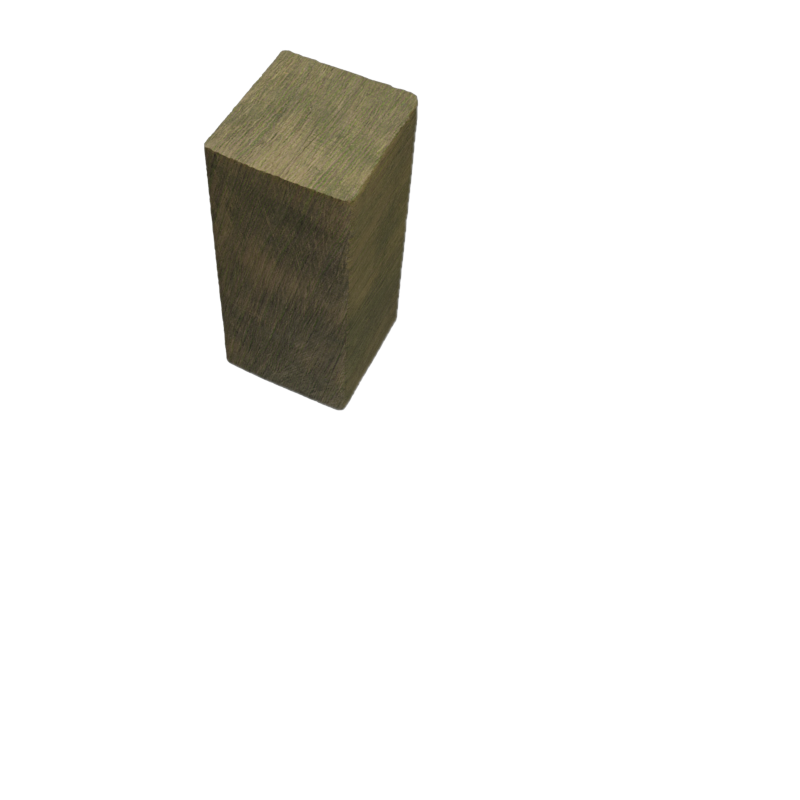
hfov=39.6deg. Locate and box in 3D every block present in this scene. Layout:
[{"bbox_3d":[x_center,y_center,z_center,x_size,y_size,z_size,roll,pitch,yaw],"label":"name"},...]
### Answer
[{"bbox_3d":[-0.052,-0.096,0.674,0.093,0.094,0.193,23,-33,12],"label":"block"}]
